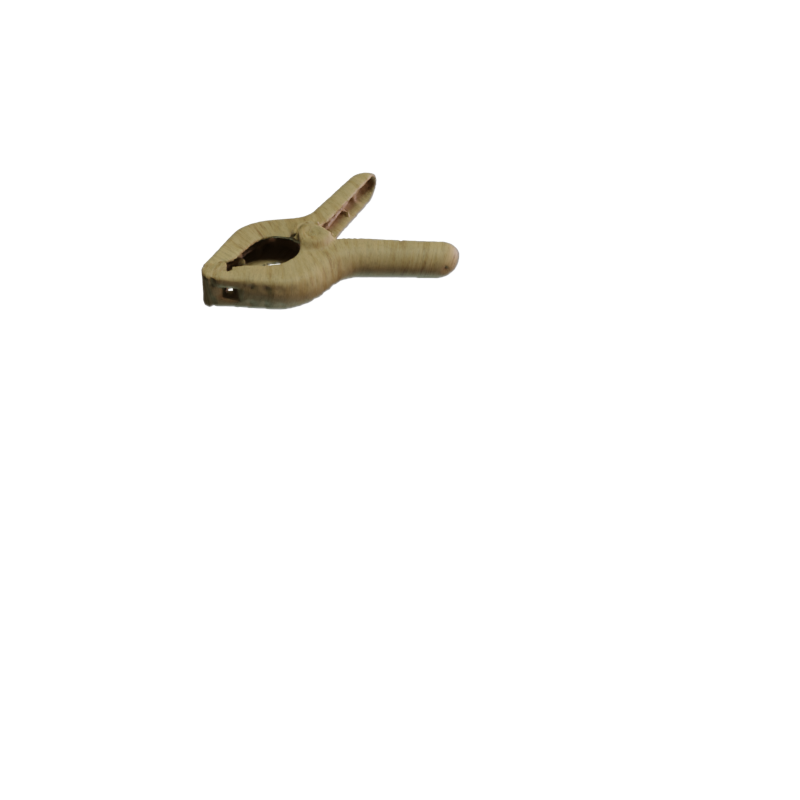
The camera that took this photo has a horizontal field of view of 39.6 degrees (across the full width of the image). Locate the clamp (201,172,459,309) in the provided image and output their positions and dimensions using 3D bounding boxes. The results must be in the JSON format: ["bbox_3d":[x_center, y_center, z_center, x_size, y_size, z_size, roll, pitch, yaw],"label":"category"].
[{"bbox_3d":[-0.060,-0.109,0.761,0.169,0.037,0.130,-13,37,-18],"label":"clamp"}]
